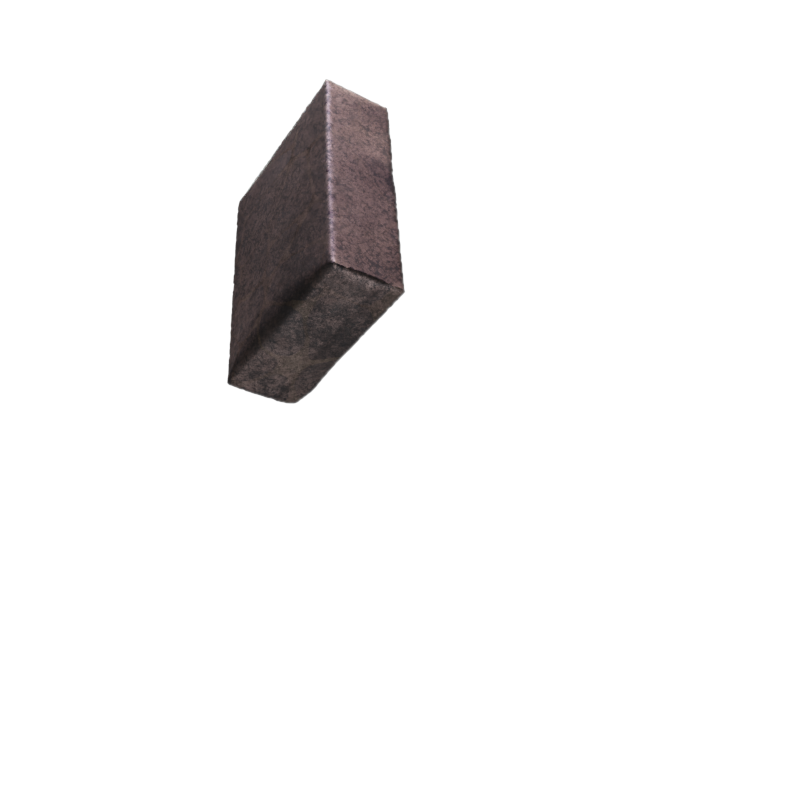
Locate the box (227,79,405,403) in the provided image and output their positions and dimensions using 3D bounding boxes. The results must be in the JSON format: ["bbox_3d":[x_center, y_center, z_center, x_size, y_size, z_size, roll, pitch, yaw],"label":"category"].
[{"bbox_3d":[-0.071,-0.129,0.905,0.069,0.230,0.160,22,-46,-26],"label":"box"}]
